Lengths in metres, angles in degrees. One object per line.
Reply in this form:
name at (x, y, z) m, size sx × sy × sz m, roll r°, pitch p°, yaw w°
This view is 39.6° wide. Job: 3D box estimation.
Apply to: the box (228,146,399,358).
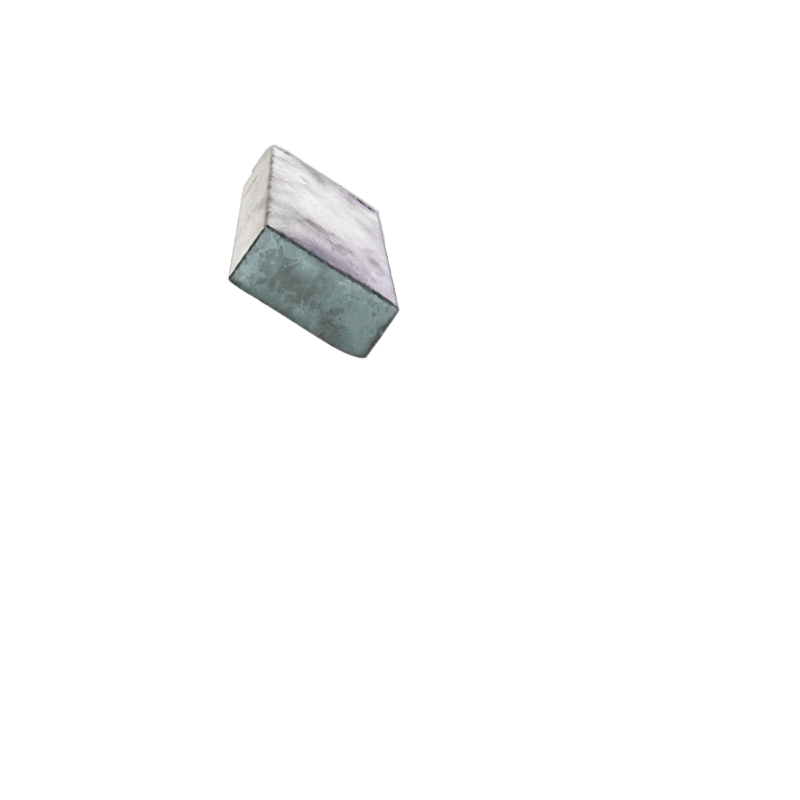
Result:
box at (-0.054, -0.099, 0.692) m, size 0.090 × 0.047 × 0.186 m, roll 30°, pitch 22°, yaw -18°
